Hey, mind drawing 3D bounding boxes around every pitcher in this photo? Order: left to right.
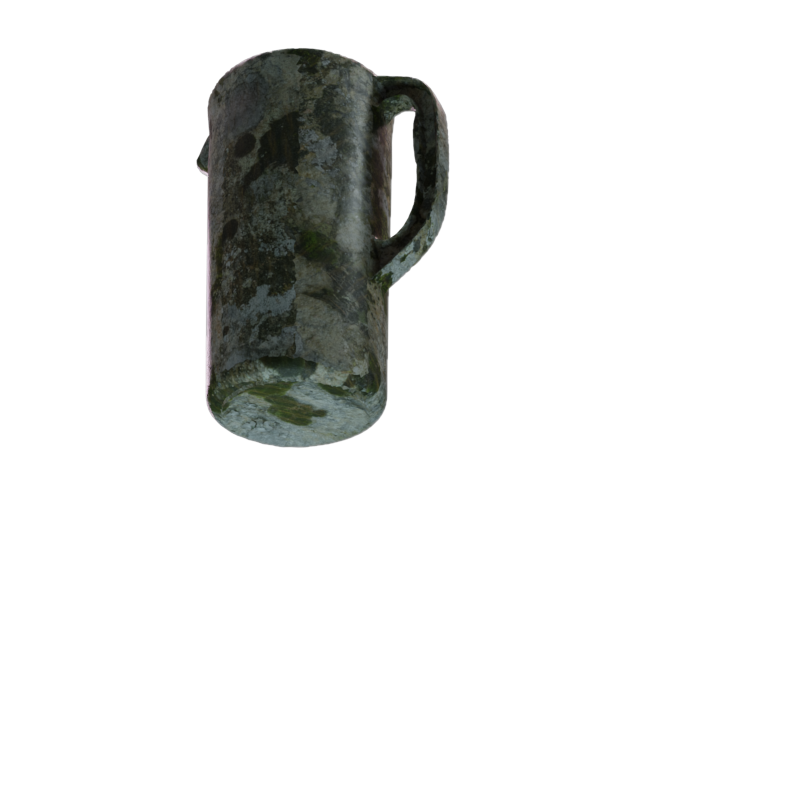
[{"bbox_3d":[-0.056,-0.102,0.715,0.141,0.259,0.144,9,-34,-18],"label":"pitcher"}]
